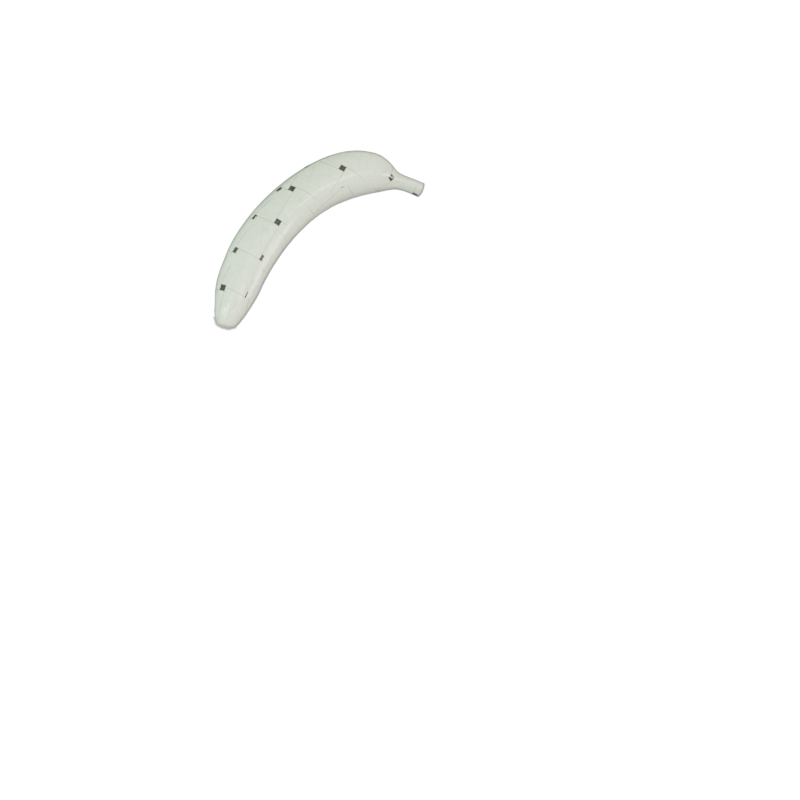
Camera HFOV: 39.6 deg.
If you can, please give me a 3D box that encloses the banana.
[{"bbox_3d":[-0.074,-0.135,0.838,0.199,0.073,0.035,-38,-19,-16],"label":"banana"}]
